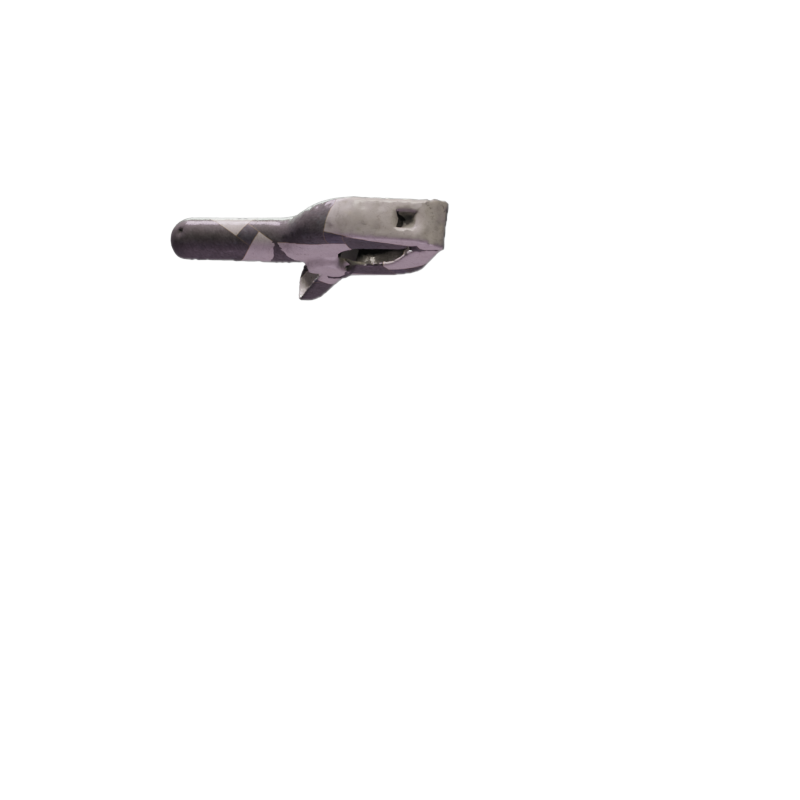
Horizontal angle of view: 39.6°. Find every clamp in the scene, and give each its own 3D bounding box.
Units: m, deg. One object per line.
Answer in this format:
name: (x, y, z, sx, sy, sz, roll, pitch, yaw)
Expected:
clamp: (-0.050, -0.092, 0.641, 0.114, 0.040, 0.174, 7, -11, -38)
